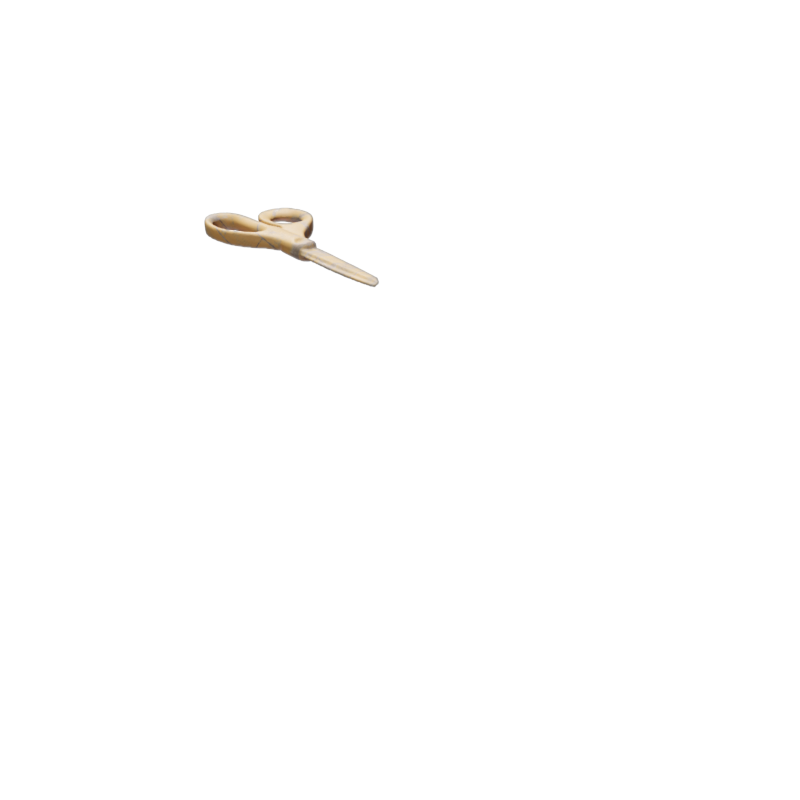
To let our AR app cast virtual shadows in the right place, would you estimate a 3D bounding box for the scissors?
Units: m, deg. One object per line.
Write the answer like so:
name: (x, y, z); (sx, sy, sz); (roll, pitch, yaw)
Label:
scissors: (-0.067, -0.122, 0.857); (0.213, 0.015, 0.095); (20, 31, 37)
